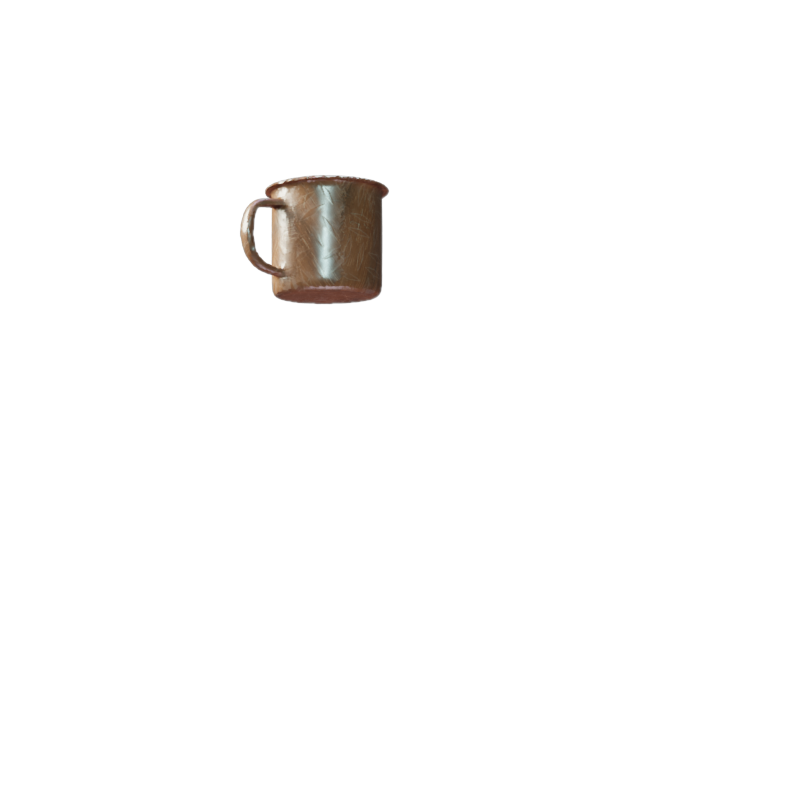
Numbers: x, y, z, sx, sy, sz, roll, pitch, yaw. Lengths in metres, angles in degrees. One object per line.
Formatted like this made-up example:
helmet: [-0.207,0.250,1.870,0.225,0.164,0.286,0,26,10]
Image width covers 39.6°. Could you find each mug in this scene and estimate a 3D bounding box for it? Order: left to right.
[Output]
mug: [-0.064,-0.117,0.817,0.112,0.083,0.095,4,-8,-35]
